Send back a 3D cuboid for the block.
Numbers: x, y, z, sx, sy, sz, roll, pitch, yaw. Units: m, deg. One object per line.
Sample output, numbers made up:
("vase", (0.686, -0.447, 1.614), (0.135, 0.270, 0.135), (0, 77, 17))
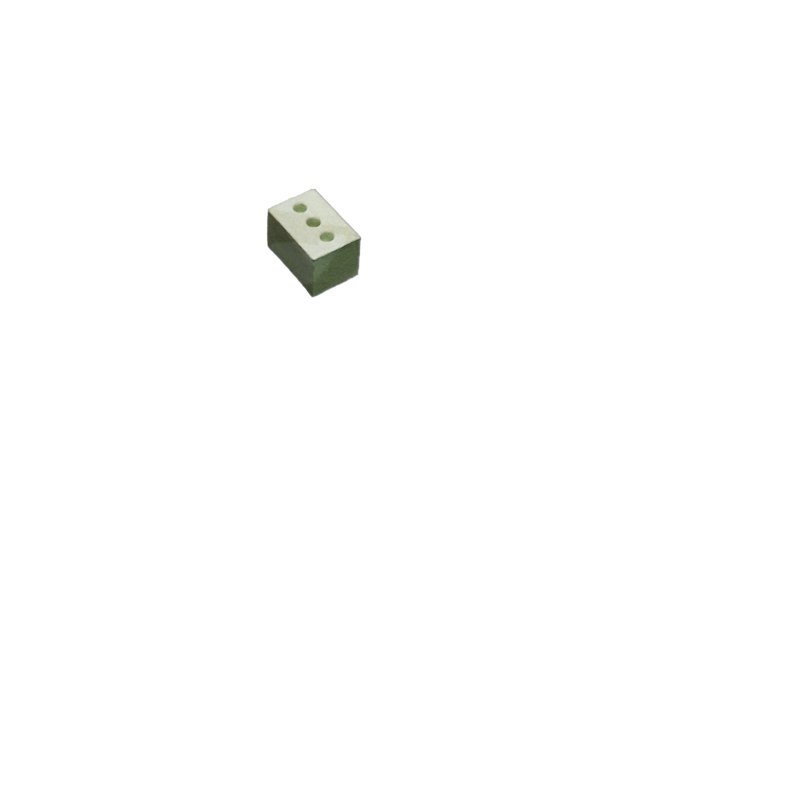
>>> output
("block", (-0.078, -0.142, 0.994), (0.053, 0.048, 0.084), (-27, 55, -23))
